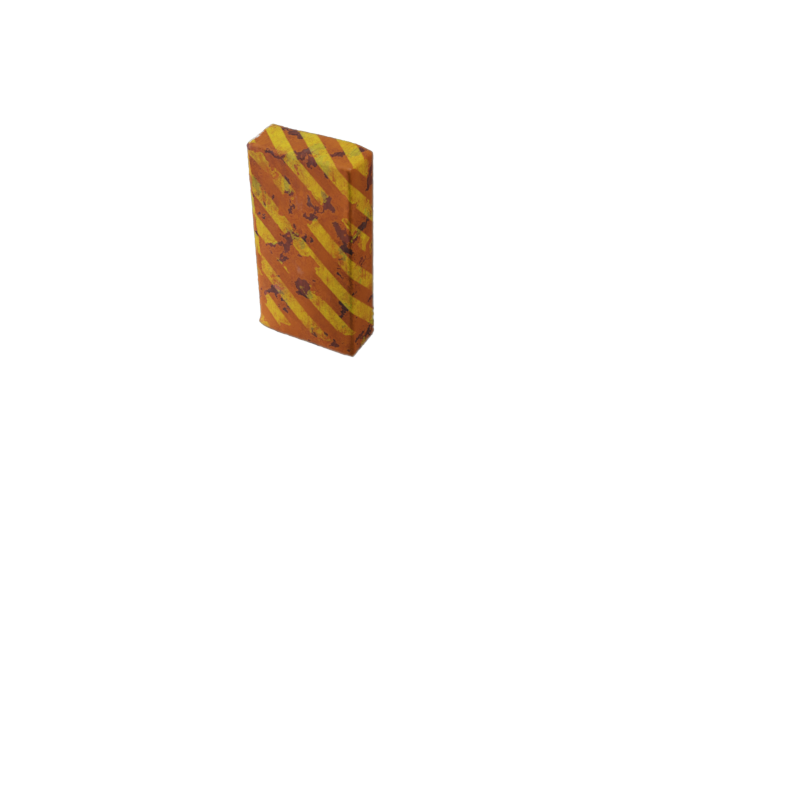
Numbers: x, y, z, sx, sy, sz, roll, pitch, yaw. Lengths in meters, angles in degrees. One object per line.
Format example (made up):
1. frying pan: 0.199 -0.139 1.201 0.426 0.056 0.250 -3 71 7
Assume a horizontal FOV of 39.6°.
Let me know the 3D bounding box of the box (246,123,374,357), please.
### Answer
1. box: -0.069 -0.126 0.880 0.097 0.165 0.049 20 38 23
